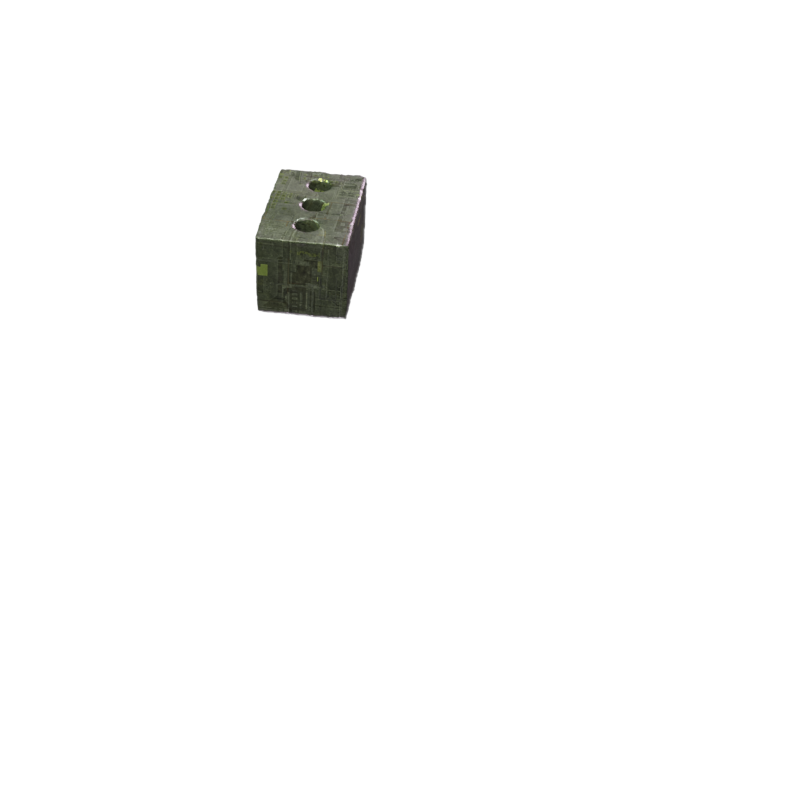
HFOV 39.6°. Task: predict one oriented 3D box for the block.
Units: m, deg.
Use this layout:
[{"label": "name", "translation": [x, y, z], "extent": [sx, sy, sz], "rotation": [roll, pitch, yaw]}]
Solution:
[{"label": "block", "translation": [-0.050, -0.091, 0.634], "extent": [0.053, 0.048, 0.083], "rotation": [5, 38, 4]}]
